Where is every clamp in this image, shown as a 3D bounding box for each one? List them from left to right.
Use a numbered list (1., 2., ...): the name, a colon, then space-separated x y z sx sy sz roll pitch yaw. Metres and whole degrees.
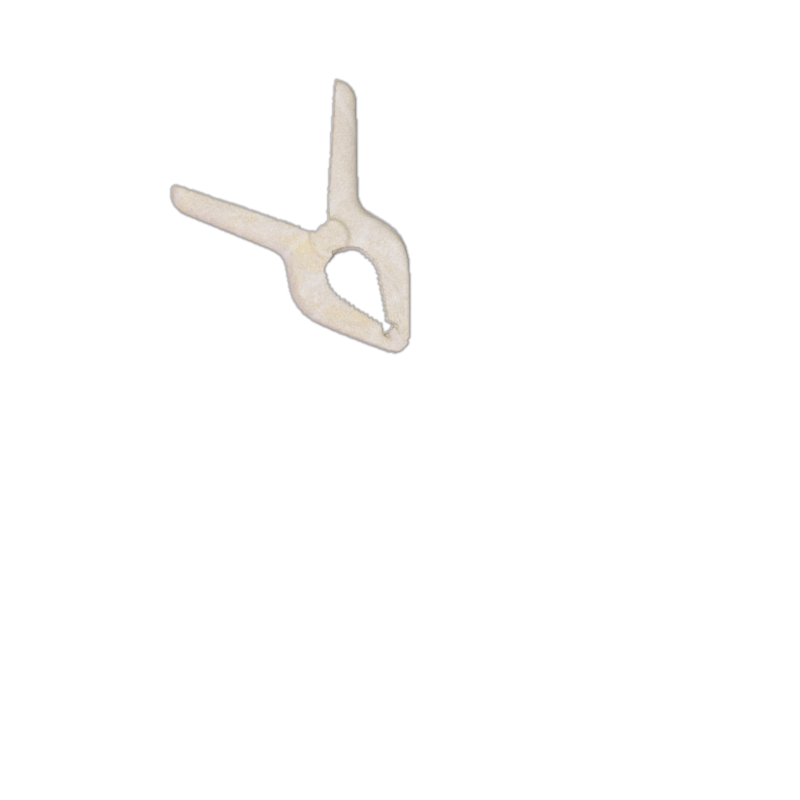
1. clamp: -0.067 -0.122 0.852 0.164 0.214 0.036 -27 -7 -4
